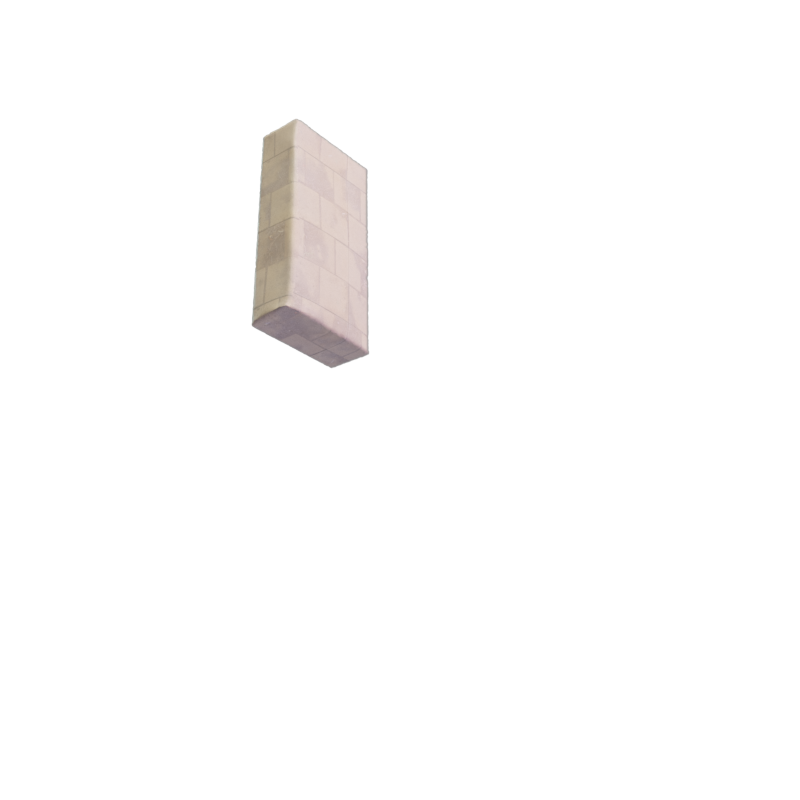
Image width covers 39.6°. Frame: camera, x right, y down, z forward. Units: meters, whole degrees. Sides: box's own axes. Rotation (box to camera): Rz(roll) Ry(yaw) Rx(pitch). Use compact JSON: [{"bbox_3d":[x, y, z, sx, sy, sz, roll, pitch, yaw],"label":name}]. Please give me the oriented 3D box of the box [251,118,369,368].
[{"bbox_3d":[-0.068,-0.124,0.871,0.048,0.188,0.087,-26,-39,32],"label":"box"}]
